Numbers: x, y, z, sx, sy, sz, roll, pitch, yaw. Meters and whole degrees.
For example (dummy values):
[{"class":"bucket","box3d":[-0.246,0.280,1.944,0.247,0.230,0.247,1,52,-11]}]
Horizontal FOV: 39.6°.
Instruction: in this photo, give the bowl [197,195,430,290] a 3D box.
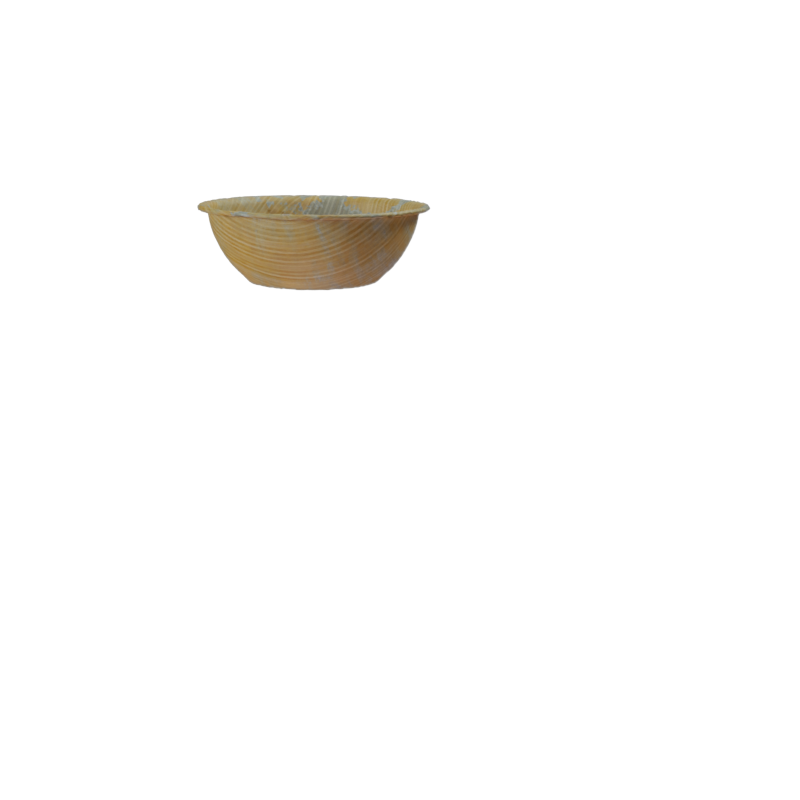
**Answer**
[{"class":"bowl","box3d":[-0.061,-0.111,0.775,0.162,0.054,0.166,0,14,-2]}]
